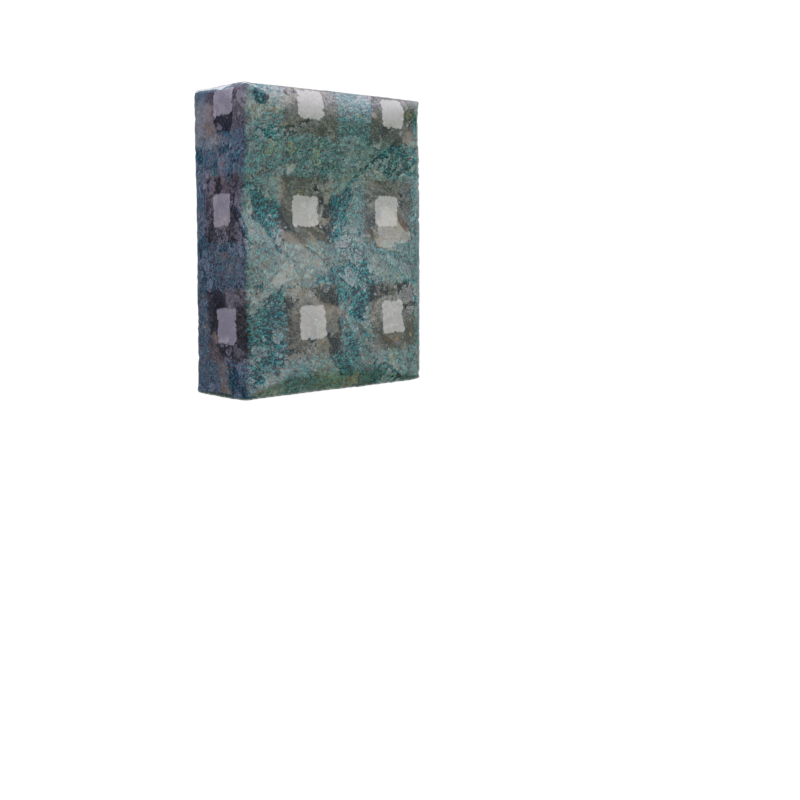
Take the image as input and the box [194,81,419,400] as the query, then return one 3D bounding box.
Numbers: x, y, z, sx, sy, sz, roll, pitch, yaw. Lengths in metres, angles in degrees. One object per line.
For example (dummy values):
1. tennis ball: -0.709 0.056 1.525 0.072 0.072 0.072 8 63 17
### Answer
1. box: -0.063 -0.114 0.801 0.158 0.213 0.075 -2 2 -41
